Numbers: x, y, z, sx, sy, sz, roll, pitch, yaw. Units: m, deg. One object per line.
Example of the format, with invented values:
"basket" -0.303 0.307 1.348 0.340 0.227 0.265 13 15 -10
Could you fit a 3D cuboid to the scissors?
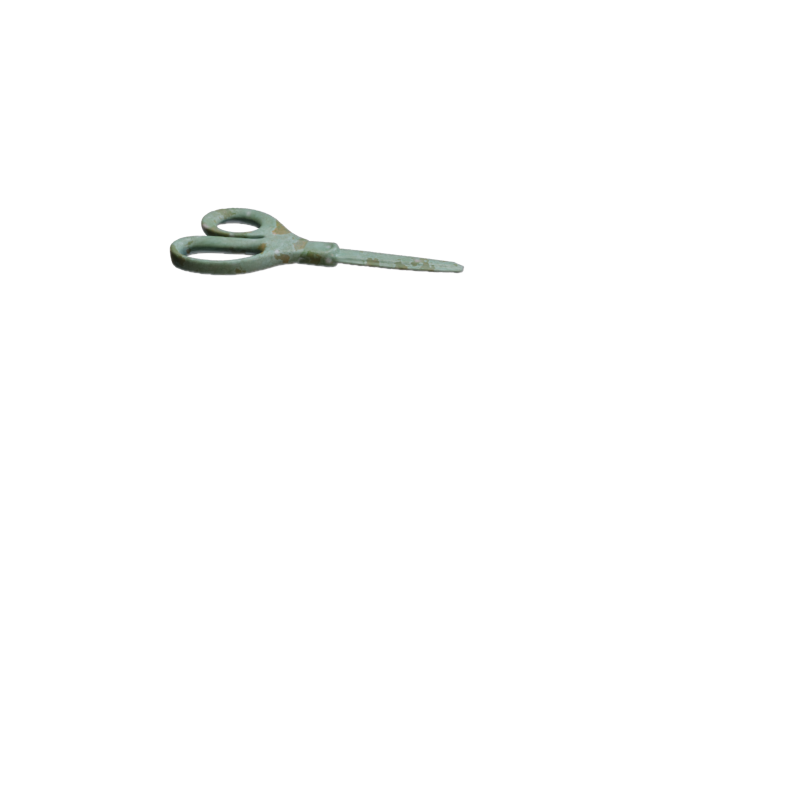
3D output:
"scissors" -0.062 -0.113 0.792 0.201 0.015 0.103 -2 33 -3
